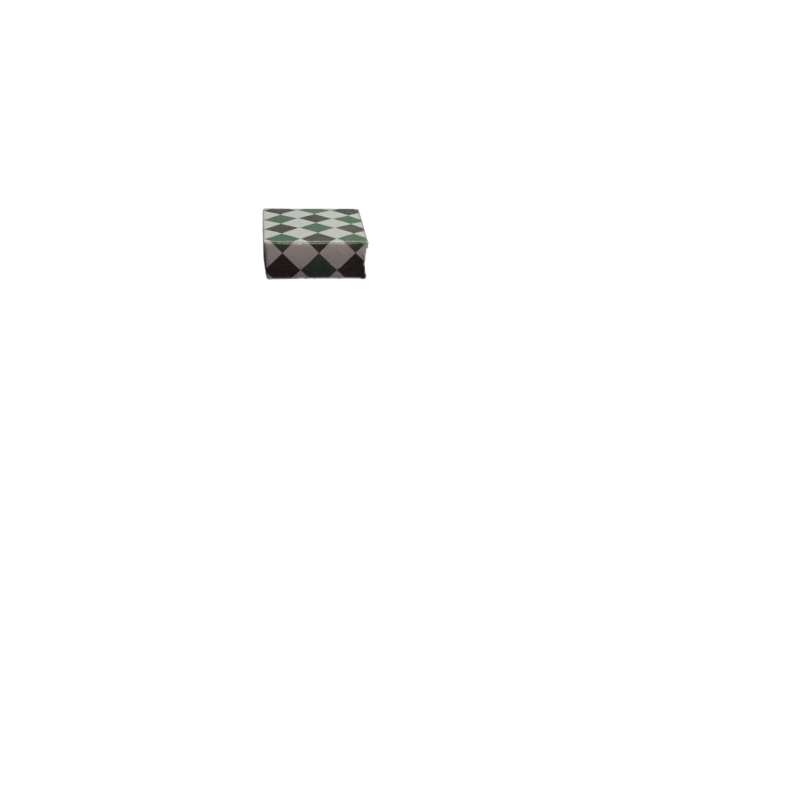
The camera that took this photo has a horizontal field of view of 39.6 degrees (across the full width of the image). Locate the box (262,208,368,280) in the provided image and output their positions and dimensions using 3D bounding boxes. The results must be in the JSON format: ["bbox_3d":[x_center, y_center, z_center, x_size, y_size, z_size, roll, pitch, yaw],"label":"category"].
[{"bbox_3d":[-0.077,-0.141,0.986,0.089,0.037,0.120,-2,25,-5],"label":"box"}]
